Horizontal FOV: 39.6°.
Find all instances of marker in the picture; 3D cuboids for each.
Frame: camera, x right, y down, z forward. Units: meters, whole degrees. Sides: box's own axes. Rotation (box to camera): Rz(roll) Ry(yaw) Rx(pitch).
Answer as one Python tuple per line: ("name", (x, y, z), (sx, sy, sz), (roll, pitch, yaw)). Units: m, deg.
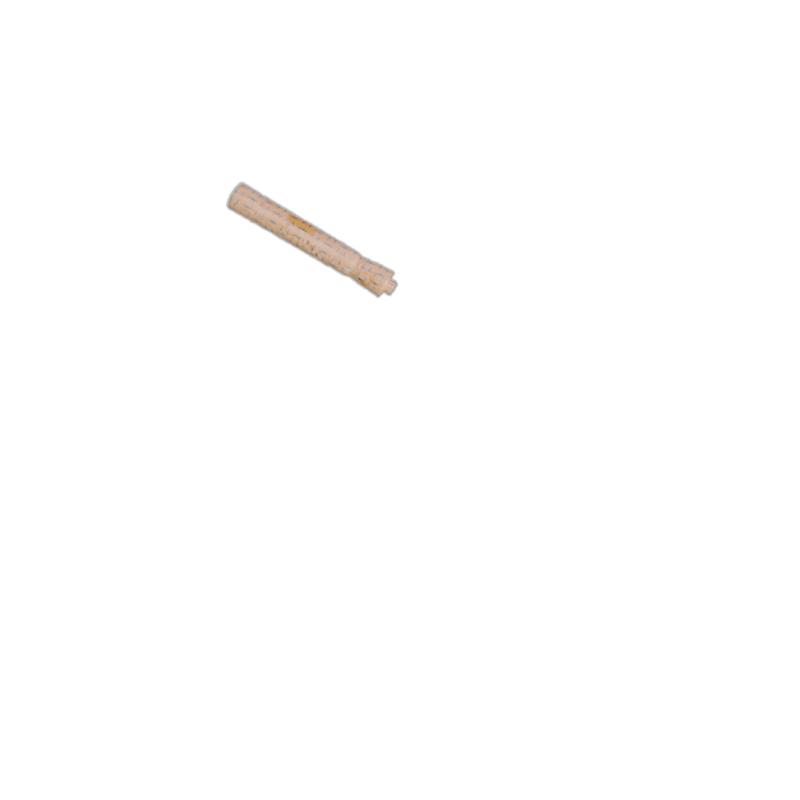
("marker", (-0.056, -0.102, 0.713), (0.124, 0.020, 0.019), (32, 8, 10))
